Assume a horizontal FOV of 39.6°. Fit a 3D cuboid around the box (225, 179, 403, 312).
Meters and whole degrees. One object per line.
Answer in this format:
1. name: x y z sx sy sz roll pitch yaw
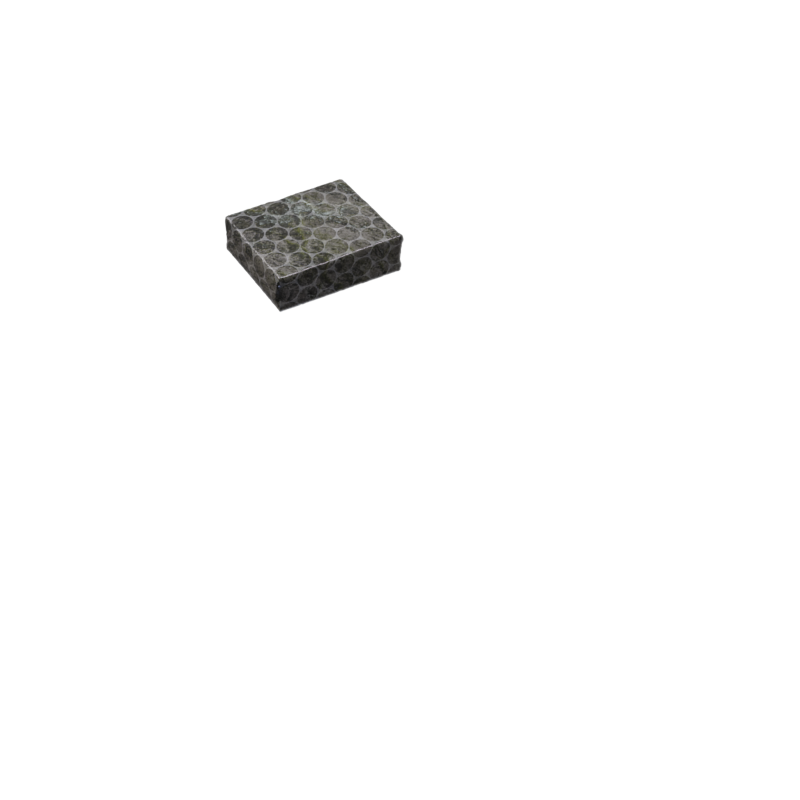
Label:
1. box: -0.054 -0.099 0.692 0.088 0.028 0.079 -22 46 -23
